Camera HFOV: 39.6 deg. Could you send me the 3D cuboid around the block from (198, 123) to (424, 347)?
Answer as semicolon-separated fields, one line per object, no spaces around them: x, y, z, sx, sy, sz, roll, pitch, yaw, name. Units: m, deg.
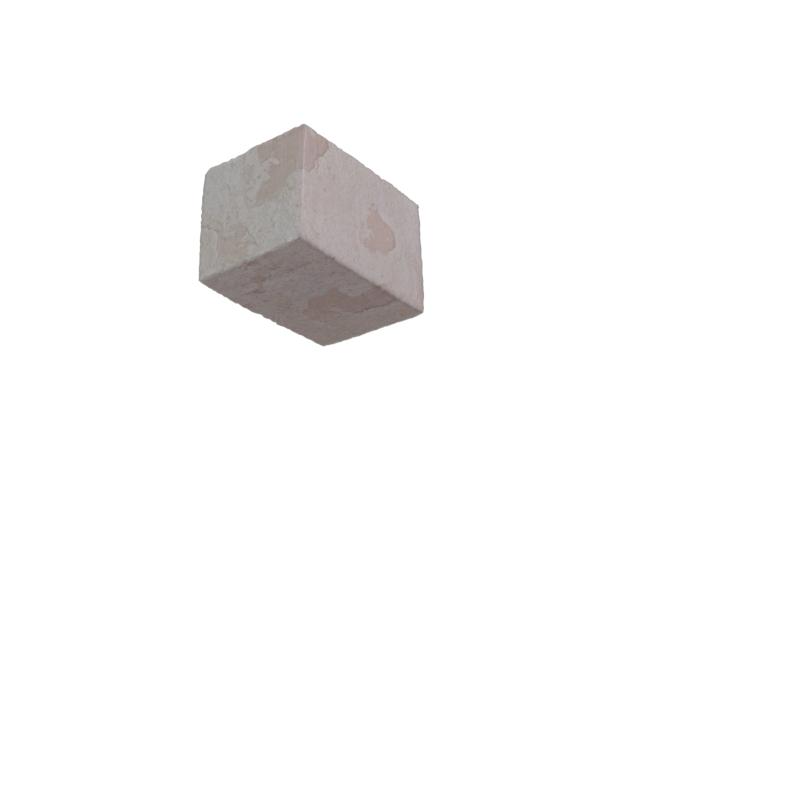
-0.034;-0.062;0.434;0.053;0.054;0.073;-19;-31;33;block
